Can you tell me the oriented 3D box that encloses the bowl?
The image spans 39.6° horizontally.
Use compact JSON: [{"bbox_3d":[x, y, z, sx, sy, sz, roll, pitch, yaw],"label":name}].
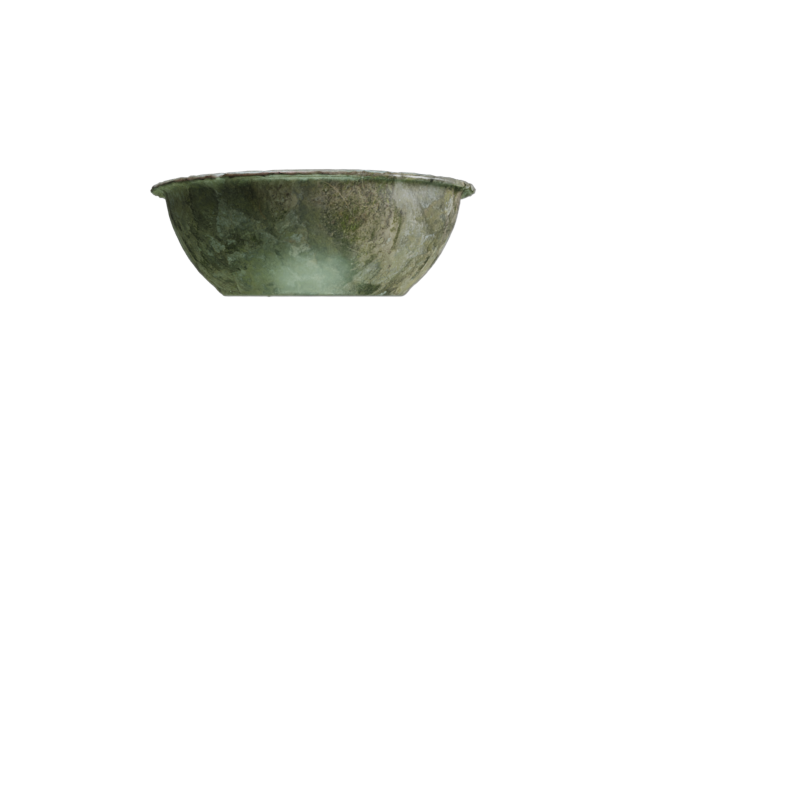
[{"bbox_3d":[-0.043,-0.079,0.554,0.162,0.055,0.163,0,5,-2],"label":"bowl"}]
